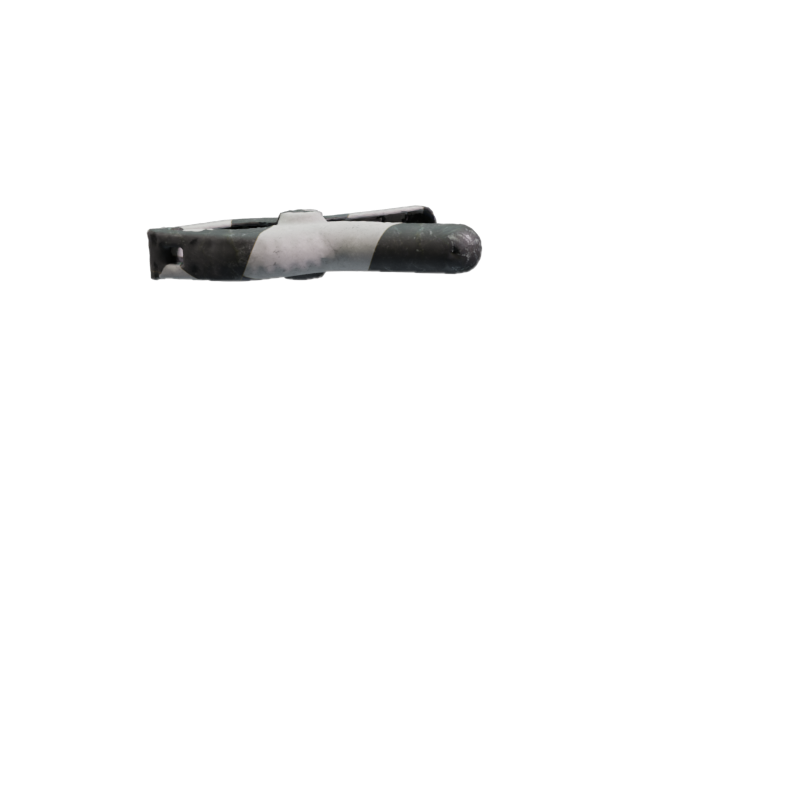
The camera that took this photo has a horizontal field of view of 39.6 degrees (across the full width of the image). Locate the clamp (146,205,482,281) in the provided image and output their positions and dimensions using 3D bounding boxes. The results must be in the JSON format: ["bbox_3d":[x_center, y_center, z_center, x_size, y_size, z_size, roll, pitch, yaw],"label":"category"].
[{"bbox_3d":[-0.047,-0.086,0.601,0.172,0.039,0.121,0,9,1],"label":"clamp"}]
